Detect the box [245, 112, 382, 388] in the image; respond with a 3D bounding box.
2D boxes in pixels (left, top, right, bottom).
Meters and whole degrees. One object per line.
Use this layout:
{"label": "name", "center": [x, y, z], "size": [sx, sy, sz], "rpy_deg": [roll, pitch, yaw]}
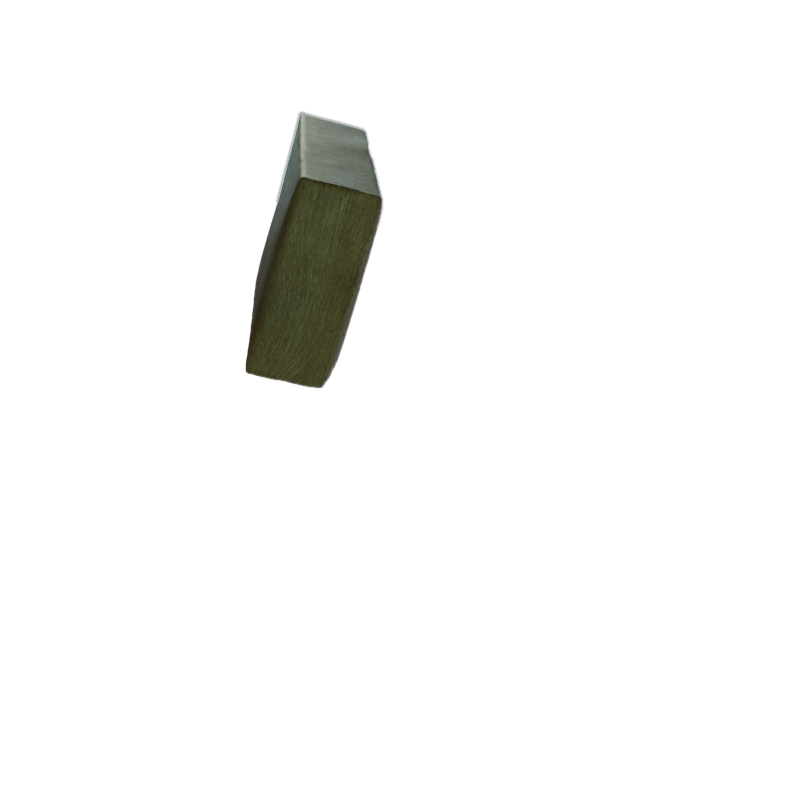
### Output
{"label": "box", "center": [-0.072, -0.131, 0.919], "size": [0.071, 0.158, 0.225], "rpy_deg": [14, 22, -10]}
